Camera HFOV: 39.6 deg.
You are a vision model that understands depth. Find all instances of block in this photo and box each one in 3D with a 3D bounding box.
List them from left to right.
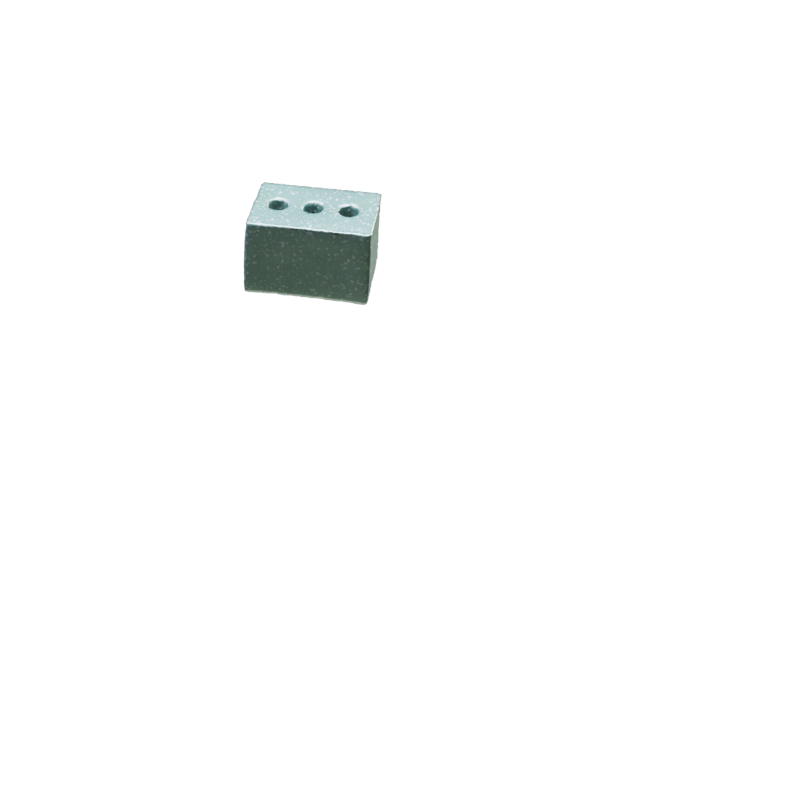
[{"bbox_3d":[-0.054,-0.098,0.684,0.079,0.048,0.056,6,38,6],"label":"block"}]
